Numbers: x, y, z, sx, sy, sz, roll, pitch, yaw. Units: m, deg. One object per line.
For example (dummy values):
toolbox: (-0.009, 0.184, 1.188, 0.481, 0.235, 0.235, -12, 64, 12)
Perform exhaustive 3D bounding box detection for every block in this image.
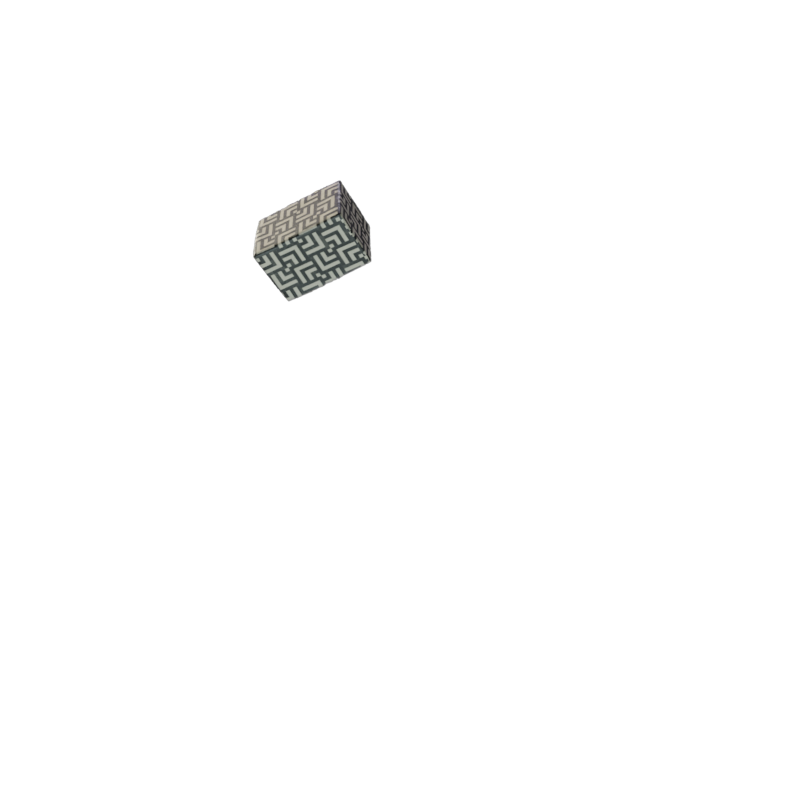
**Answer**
block: (-0.068, -0.124, 0.865, 0.078, 0.049, 0.055, -24, 34, 15)
